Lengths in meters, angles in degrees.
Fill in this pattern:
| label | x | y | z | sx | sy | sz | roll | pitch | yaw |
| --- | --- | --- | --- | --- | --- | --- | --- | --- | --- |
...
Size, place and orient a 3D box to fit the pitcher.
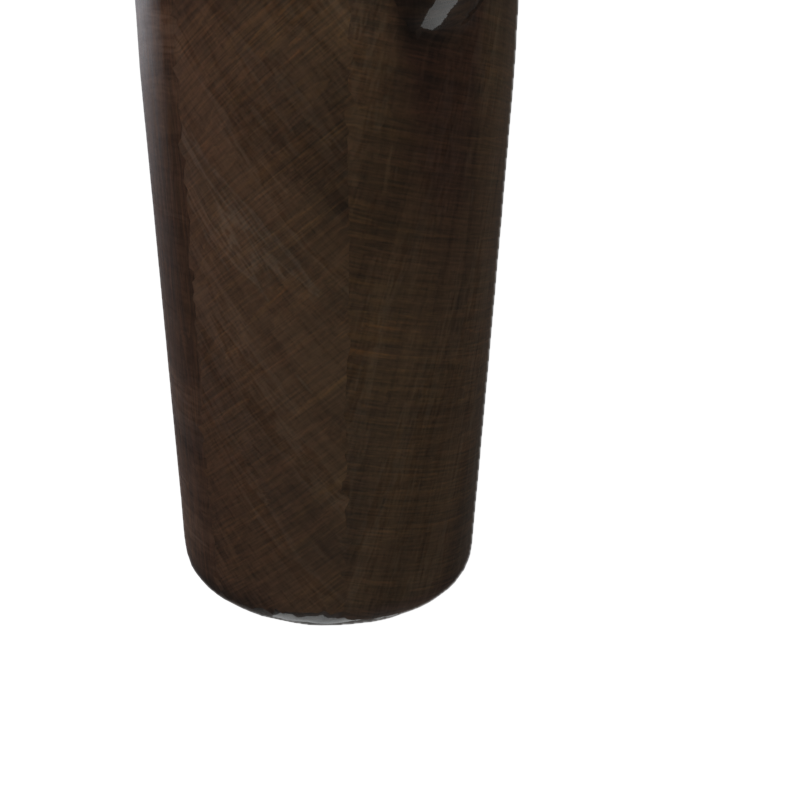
| label | x | y | z | sx | sy | sz | roll | pitch | yaw |
| --- | --- | --- | --- | --- | --- | --- | --- | --- | --- |
| pitcher | -0.031 | -0.057 | 0.401 | 0.147 | 0.235 | 0.152 | 4 | 16 | 10 |
